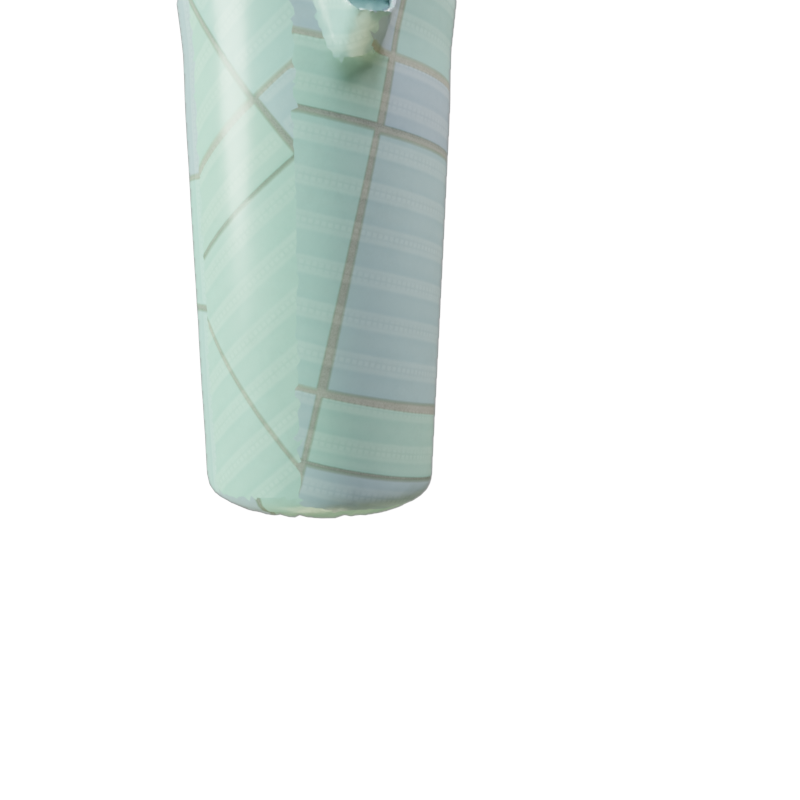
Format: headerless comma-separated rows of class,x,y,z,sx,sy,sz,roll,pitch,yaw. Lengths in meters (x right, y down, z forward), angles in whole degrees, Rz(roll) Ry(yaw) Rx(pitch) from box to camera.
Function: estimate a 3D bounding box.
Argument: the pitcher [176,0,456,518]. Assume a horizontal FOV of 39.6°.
pitcher,-0.042,-0.077,0.542,0.150,0.242,0.145,1,3,25
